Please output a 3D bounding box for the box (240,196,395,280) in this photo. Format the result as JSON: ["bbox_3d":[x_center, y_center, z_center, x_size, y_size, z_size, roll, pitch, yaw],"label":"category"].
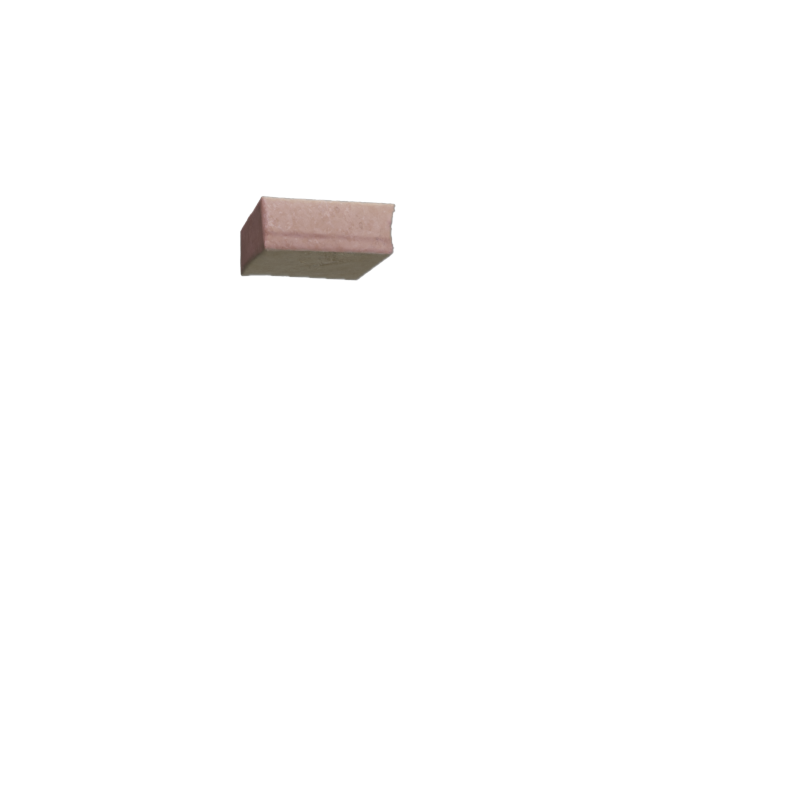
[{"bbox_3d":[-0.060,-0.109,0.765,0.088,0.039,0.114,1,-2,-14],"label":"box"}]
